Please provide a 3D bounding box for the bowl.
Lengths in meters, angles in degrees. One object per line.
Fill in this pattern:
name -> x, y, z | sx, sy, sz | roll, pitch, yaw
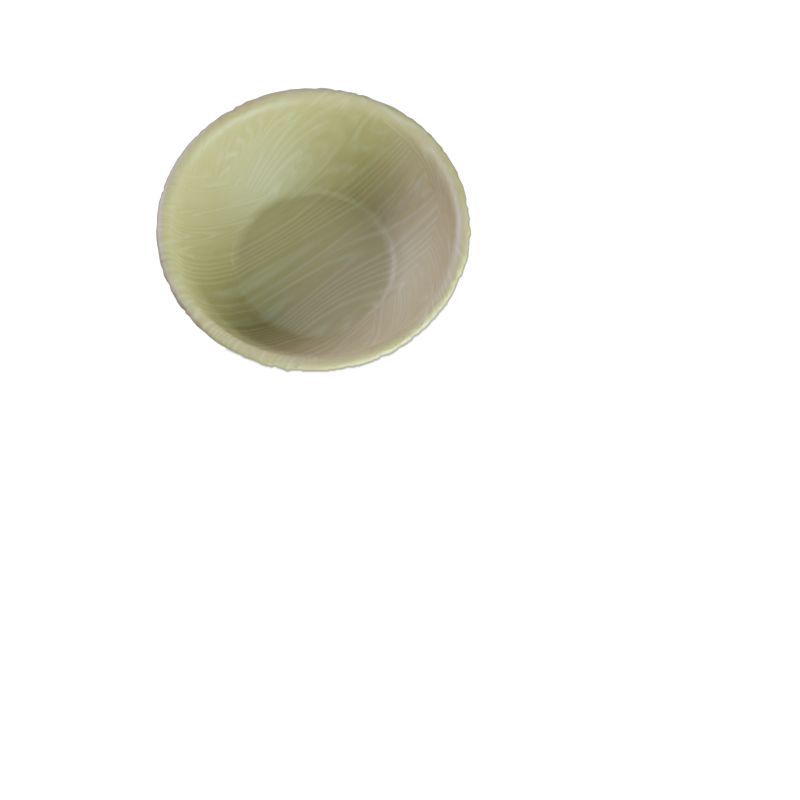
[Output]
bowl -> -0.046, -0.084, 0.591 | 0.162, 0.171, 0.052 | -1, -23, -1
